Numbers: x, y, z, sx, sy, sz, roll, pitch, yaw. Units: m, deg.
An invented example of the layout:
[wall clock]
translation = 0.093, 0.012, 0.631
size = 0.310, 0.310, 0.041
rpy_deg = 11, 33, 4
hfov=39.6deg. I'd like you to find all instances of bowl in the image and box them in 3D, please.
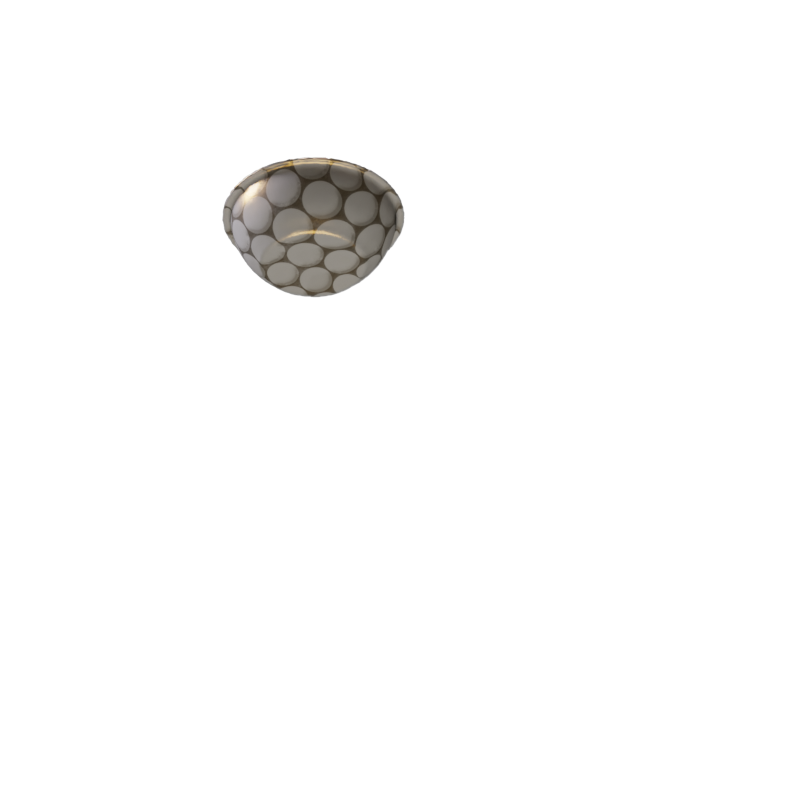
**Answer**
[bowl]
translation = -0.076, -0.138, 0.970
size = 0.162, 0.059, 0.151
rpy_deg = 1, -35, -2
